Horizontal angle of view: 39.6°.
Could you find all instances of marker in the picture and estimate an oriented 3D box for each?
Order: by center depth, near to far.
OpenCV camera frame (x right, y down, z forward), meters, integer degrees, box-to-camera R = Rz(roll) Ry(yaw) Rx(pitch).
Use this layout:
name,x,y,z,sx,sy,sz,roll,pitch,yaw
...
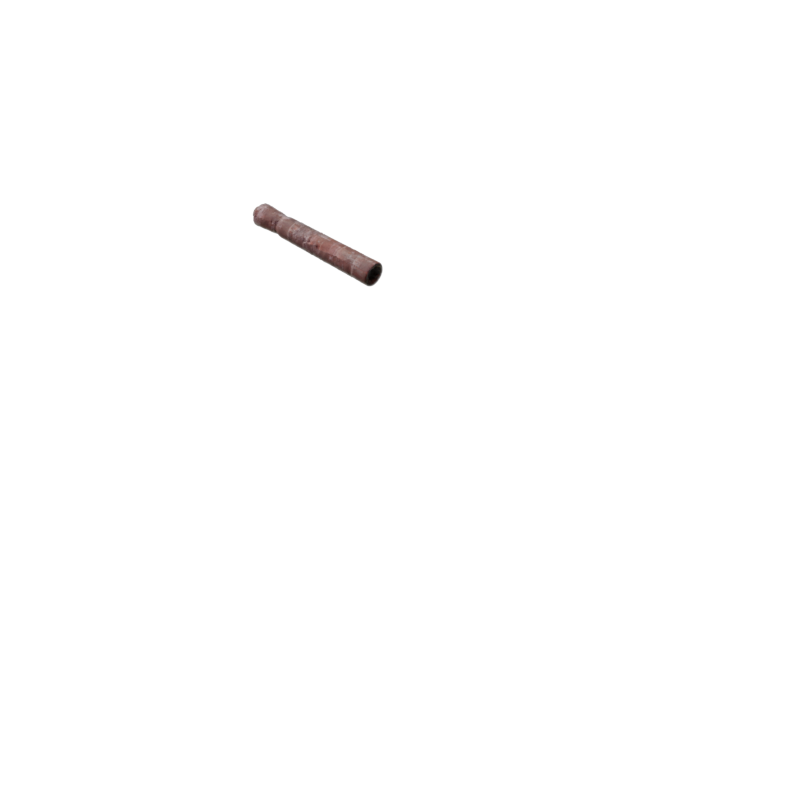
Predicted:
name,x,y,z,sx,sy,sz,roll,pitch,yaw
marker,-0.064,-0.117,0.822,0.129,0.019,0.019,32,21,33
